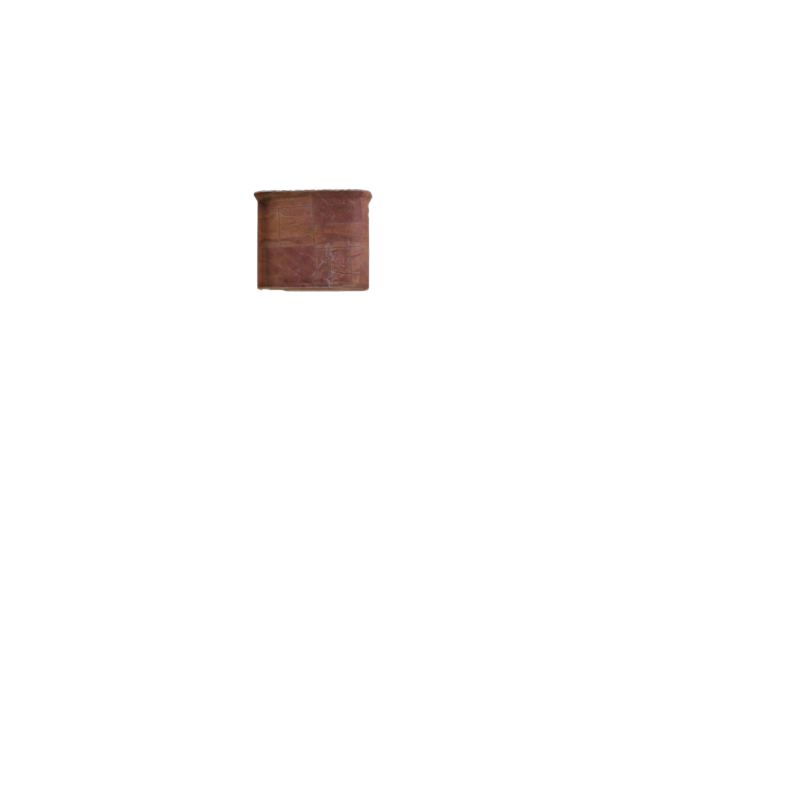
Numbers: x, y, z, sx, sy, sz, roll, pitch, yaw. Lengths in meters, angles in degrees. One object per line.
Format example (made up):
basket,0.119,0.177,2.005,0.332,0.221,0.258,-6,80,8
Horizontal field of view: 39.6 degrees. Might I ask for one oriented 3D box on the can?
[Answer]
can,-0.075,-0.137,0.960,0.103,0.085,0.056,0,-4,5
